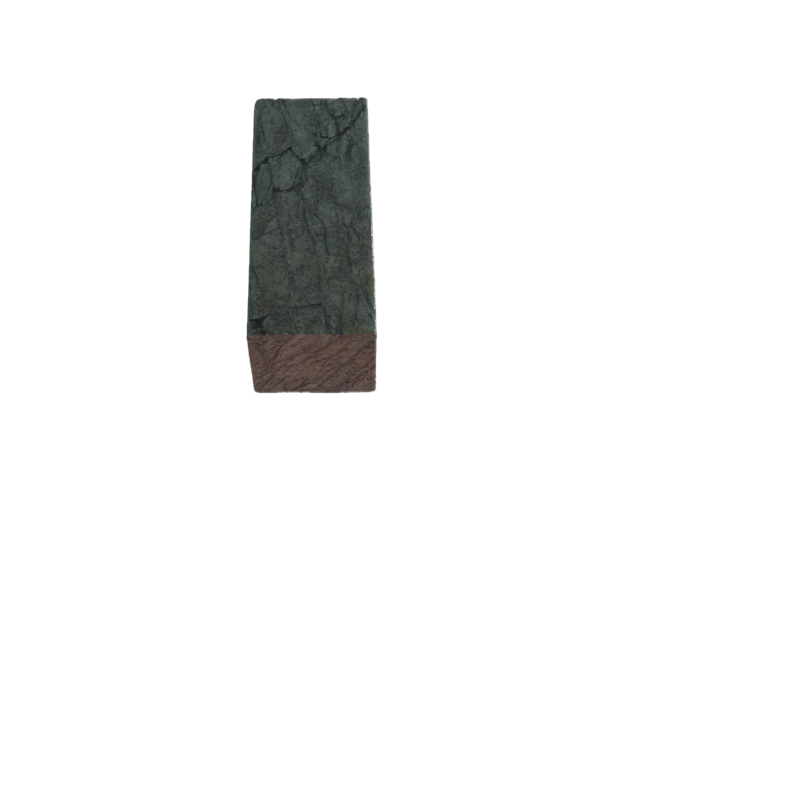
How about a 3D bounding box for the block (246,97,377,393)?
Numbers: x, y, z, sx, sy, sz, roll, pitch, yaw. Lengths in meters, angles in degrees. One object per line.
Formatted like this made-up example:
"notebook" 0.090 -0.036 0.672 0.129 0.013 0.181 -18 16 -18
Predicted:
"block" -0.065 -0.118 0.825 0.090 0.220 0.085 -1 -31 -2
